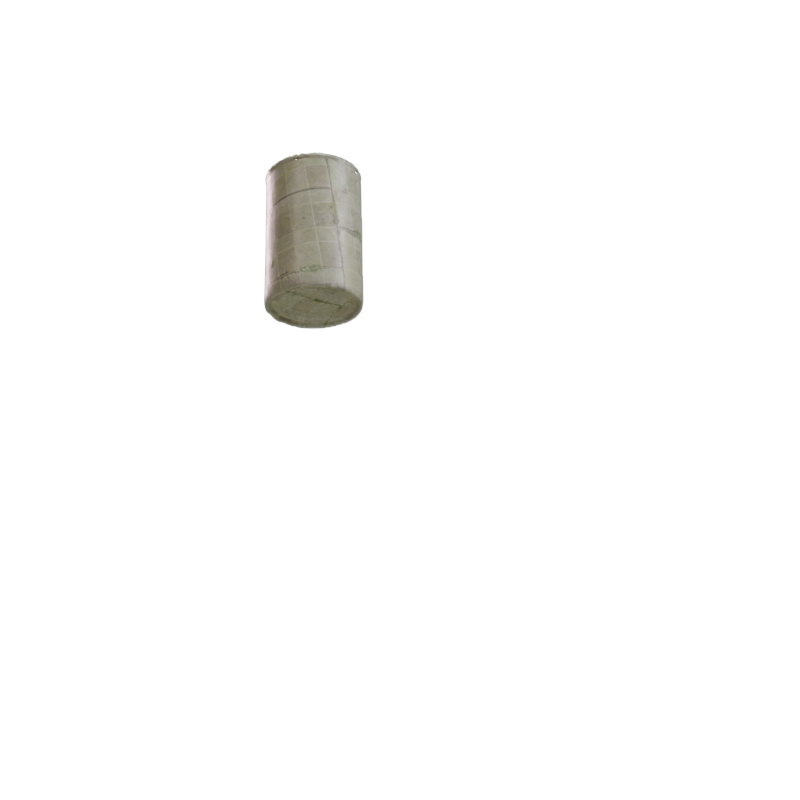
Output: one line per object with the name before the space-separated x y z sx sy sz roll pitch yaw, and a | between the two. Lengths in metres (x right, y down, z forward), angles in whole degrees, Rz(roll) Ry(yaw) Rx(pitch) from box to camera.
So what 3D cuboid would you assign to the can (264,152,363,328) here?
can | -0.060 -0.109 0.760 0.068 0.108 0.065 0 -27 -2
